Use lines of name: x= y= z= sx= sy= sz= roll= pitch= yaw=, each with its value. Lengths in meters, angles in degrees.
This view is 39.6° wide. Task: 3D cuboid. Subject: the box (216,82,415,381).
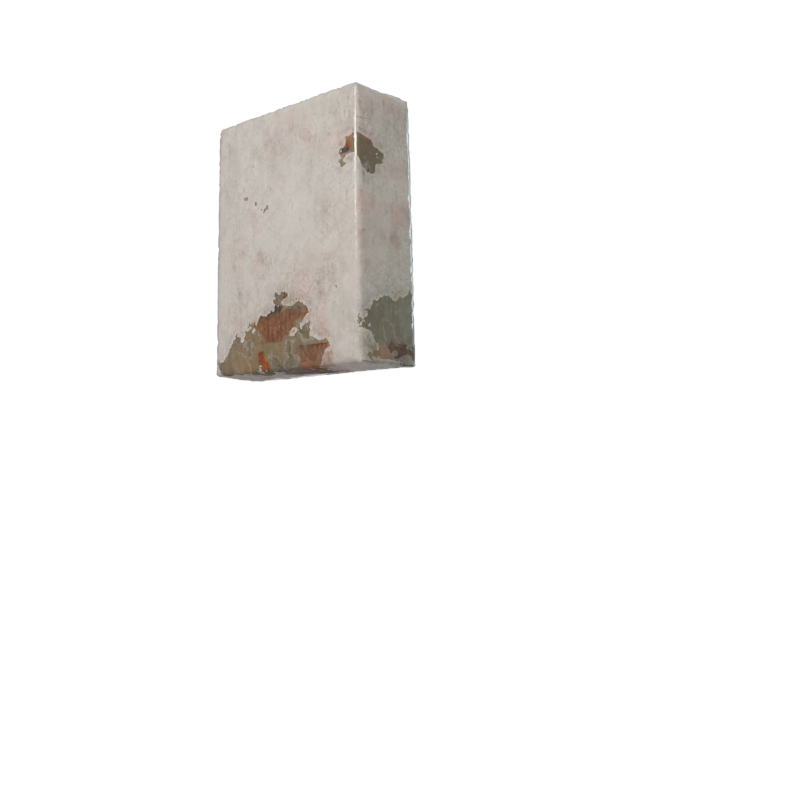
box: x=-0.070 y=-0.127 z=0.891 sx=0.168 sy=0.220 sz=0.068 roll=-9 pitch=-14 yaw=42
